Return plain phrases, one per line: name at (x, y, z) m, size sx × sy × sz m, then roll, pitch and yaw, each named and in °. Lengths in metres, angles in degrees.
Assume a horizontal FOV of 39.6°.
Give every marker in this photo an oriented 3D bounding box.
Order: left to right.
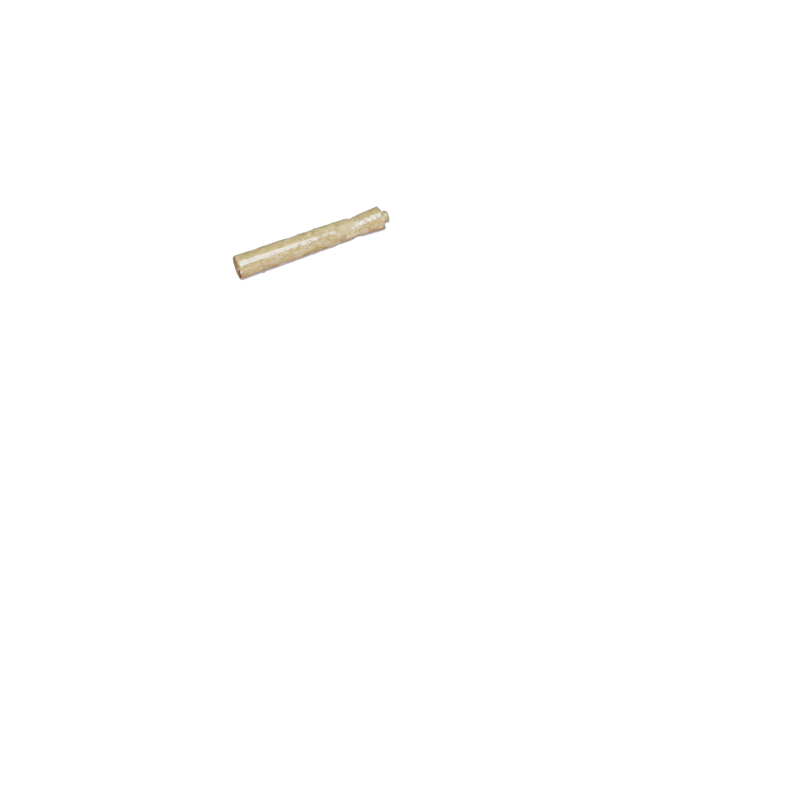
marker at (-0.064, -0.117, 0.819) m, size 0.120 × 0.019 × 0.020 m, roll -21°, pitch 9°, yaw -13°
